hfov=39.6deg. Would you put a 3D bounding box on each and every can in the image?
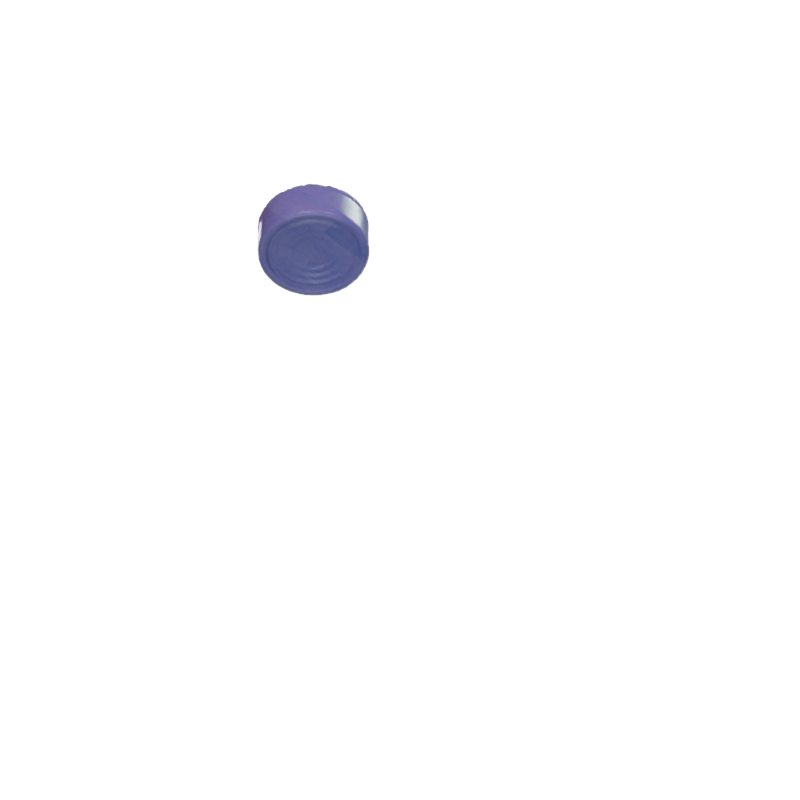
[{"bbox_3d":[-0.066,-0.121,0.846,0.086,0.080,0.036,1,43,-1],"label":"can"}]
